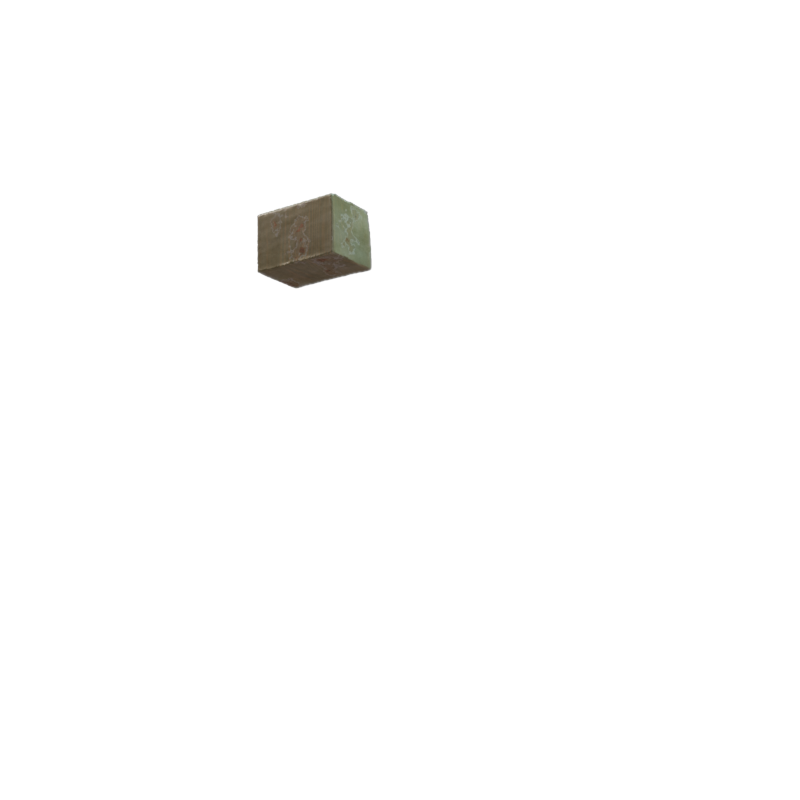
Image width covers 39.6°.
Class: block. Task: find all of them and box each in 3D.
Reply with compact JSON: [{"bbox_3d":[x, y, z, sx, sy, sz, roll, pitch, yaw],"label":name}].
[{"bbox_3d":[-0.069,-0.126,0.885,0.080,0.053,0.049,-11,-19,32],"label":"block"}]
